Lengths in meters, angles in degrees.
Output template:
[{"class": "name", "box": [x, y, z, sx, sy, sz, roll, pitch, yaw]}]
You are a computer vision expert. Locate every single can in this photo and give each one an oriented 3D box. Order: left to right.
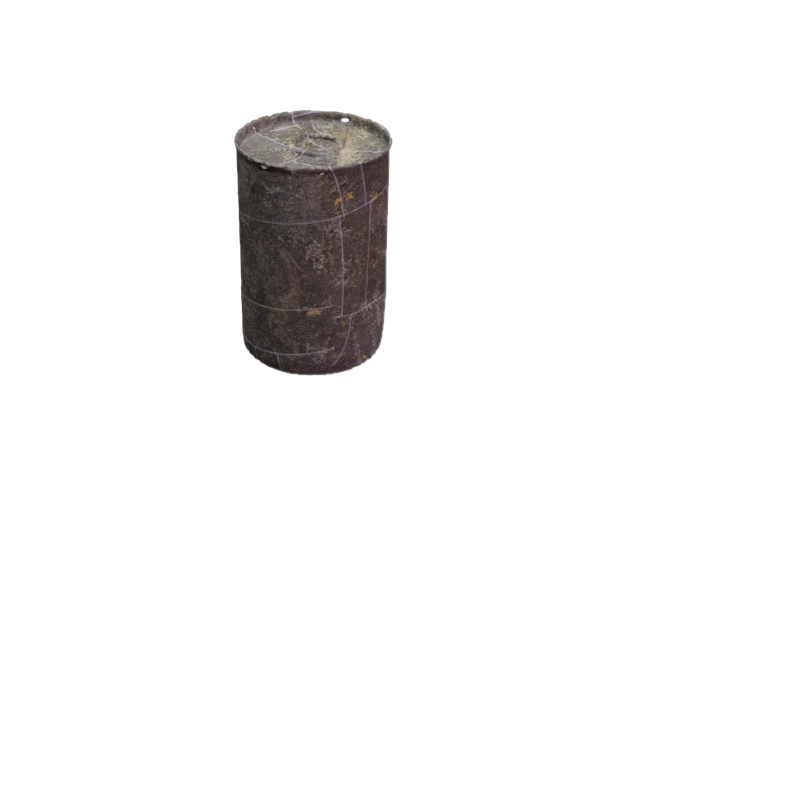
[{"class": "can", "box": [-0.039, -0.071, 0.500, 0.068, 0.096, 0.073, 0, 30, -3]}]
